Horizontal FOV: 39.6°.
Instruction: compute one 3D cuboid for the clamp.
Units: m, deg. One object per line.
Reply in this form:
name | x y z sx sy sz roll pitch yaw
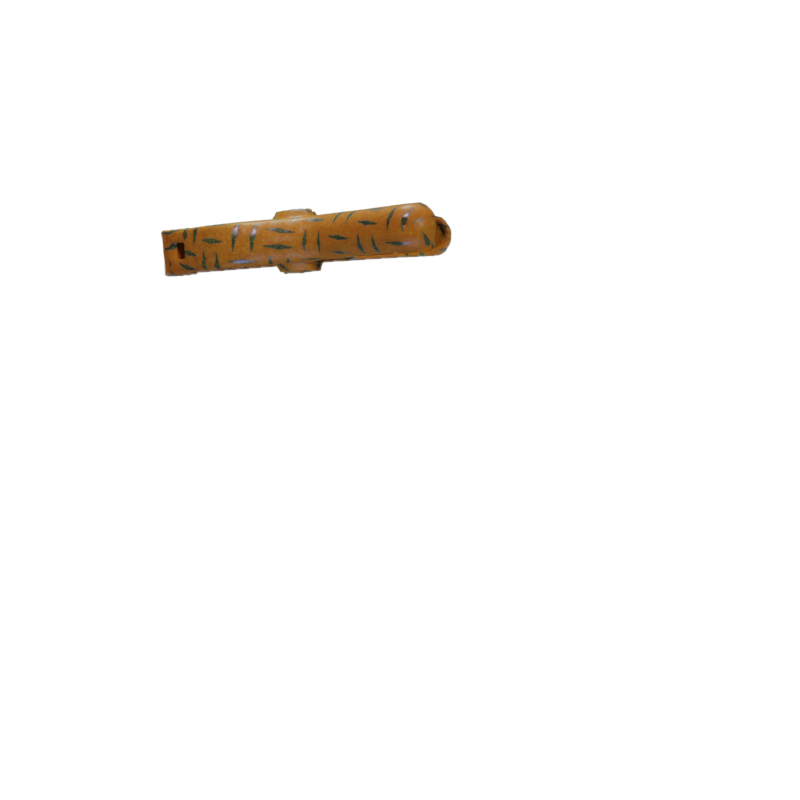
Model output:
clamp | -0.051 -0.092 0.646 0.175 0.040 0.116 0 -1 18
